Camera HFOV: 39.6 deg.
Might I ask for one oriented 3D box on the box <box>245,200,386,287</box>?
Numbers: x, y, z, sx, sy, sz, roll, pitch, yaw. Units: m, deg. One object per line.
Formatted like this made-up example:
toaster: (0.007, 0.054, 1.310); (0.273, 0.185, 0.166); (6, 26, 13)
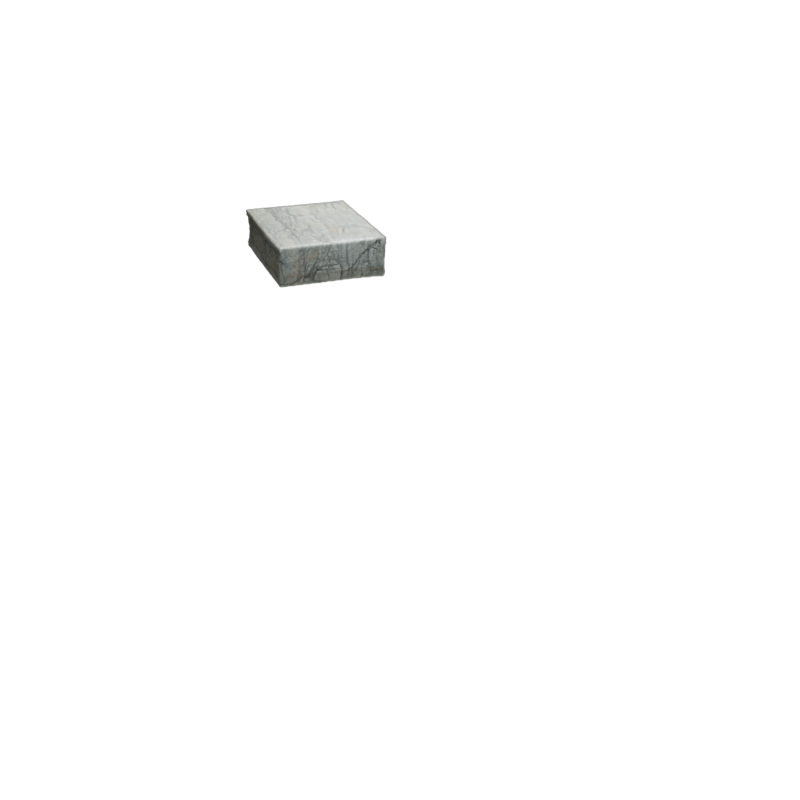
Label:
box: (-0.072, -0.132, 0.922); (0.088, 0.037, 0.121); (-8, 24, -18)
